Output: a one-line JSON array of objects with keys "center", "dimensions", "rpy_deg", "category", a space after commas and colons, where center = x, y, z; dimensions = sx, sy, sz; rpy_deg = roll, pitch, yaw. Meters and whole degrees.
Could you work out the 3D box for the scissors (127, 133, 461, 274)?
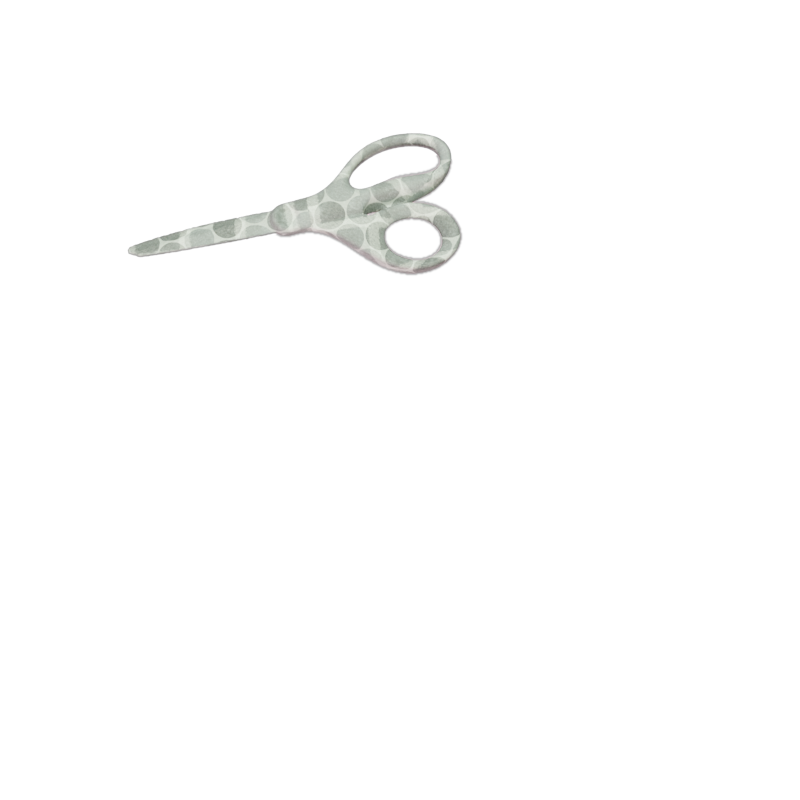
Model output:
[{"center": [-0.052, -0.095, 0.662], "dimensions": [0.201, 0.100, 0.015], "rpy_deg": [-28, -16, -9], "category": "scissors"}]
